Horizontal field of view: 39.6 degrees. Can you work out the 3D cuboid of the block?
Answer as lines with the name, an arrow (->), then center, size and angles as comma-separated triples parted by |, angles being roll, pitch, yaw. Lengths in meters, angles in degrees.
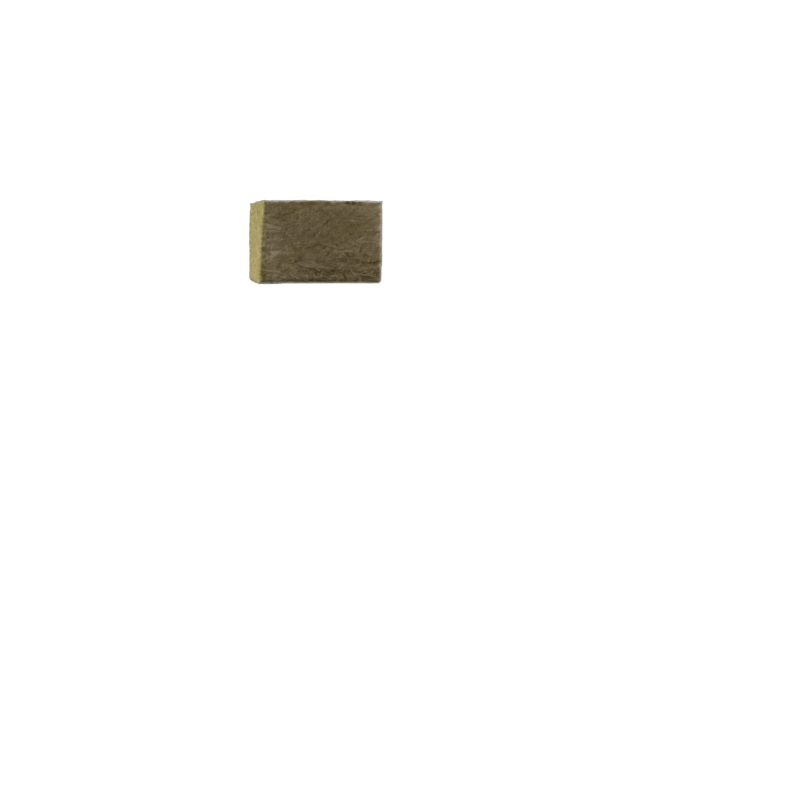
block -> -0.055, -0.100, 0.699 | 0.077, 0.051, 0.054 | -1, 5, -13
